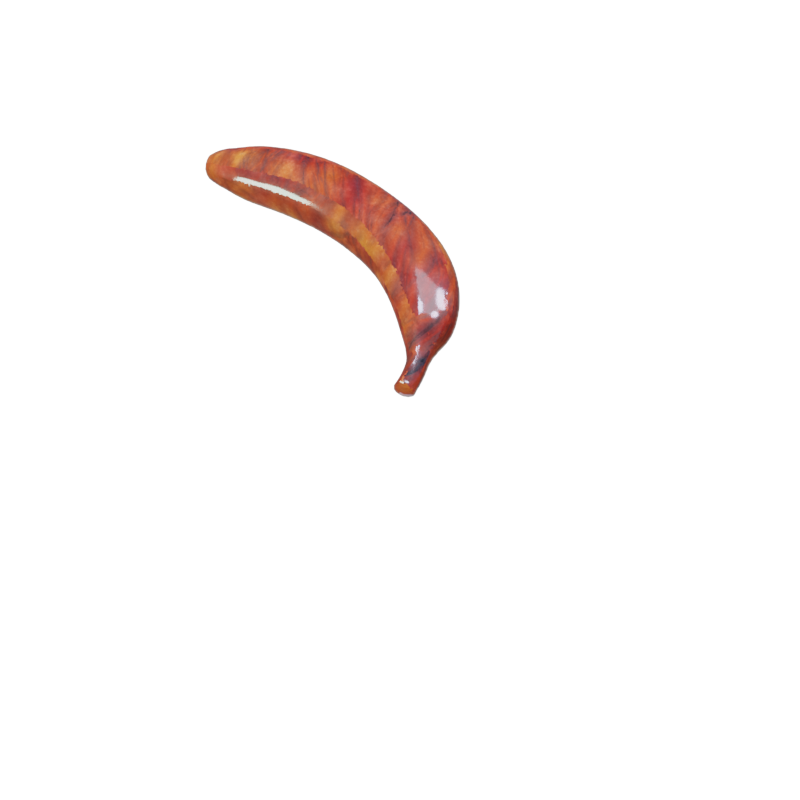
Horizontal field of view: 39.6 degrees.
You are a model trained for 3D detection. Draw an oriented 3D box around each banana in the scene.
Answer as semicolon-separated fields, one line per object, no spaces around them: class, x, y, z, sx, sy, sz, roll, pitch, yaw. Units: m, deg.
banana;-0.028;-0.088;0.585;0.069;0.034;0.213;-25;52;-23
